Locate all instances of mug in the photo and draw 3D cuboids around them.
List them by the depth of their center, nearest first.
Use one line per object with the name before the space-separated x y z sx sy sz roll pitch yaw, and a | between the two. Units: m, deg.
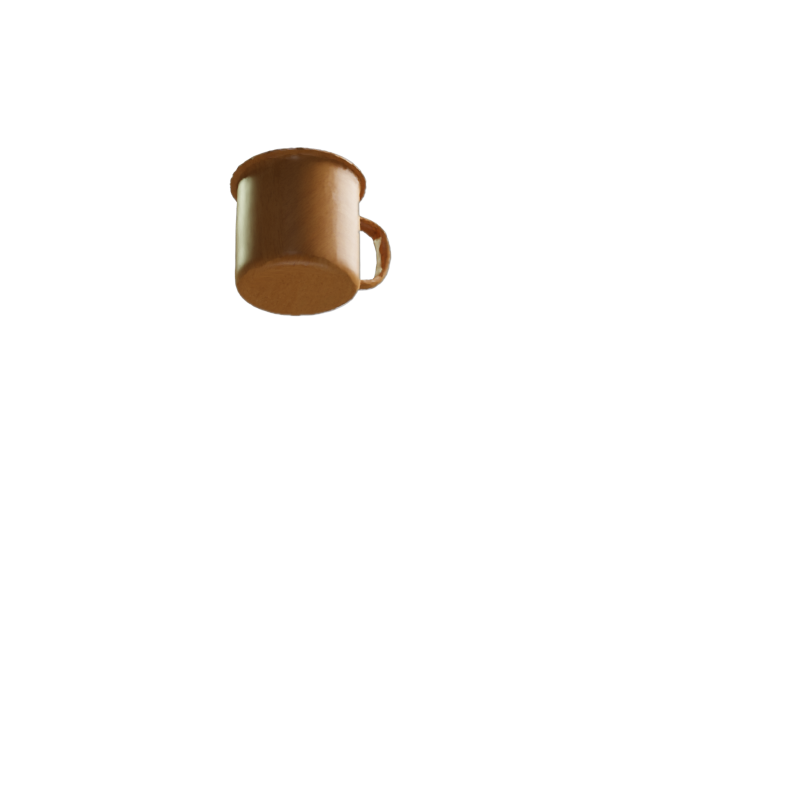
mug | -0.058 -0.105 0.738 0.112 0.086 0.092 15 -30 -30
